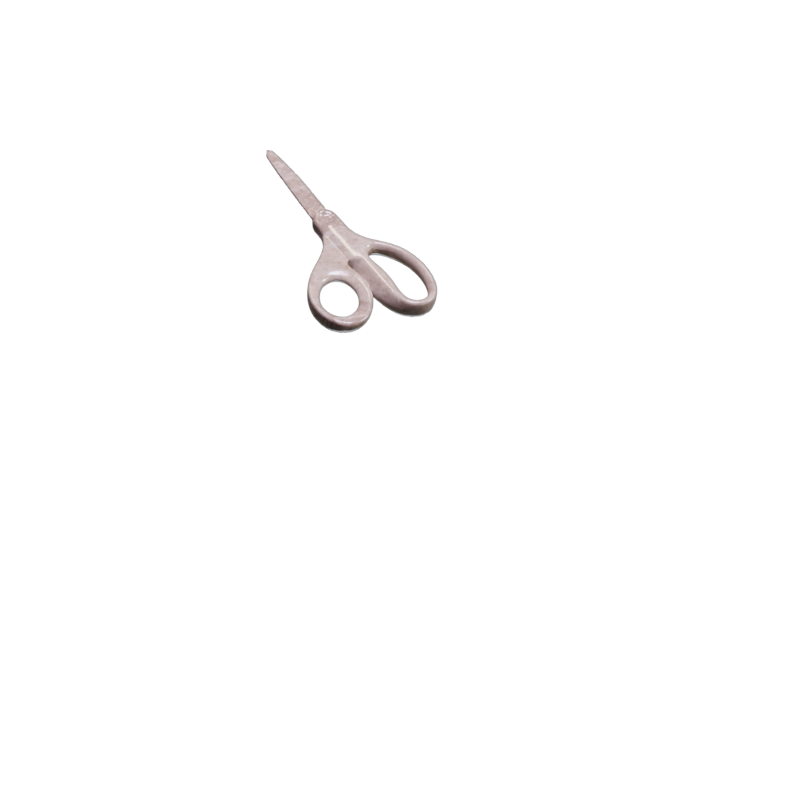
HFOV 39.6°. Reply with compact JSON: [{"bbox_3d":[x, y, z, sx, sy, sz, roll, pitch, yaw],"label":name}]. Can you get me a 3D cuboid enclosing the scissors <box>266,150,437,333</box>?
[{"bbox_3d":[-0.062,-0.113,0.794,0.097,0.015,0.215,-34,56,-28],"label":"scissors"}]
